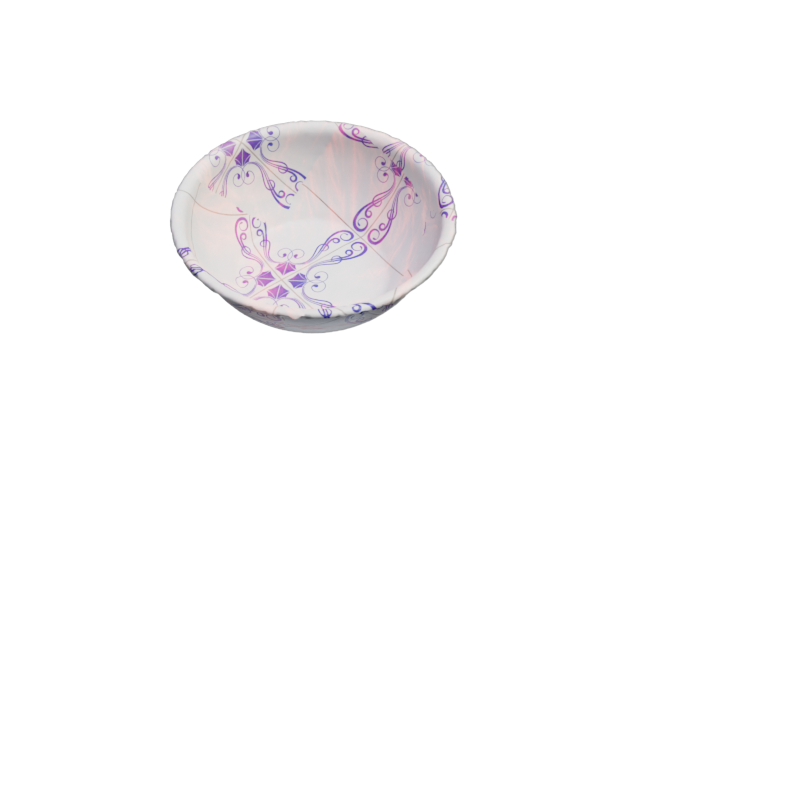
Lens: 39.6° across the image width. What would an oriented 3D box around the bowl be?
[{"bbox_3d":[-0.050,-0.092,0.643,0.162,0.174,0.051,-1,-41,-1],"label":"bowl"}]
